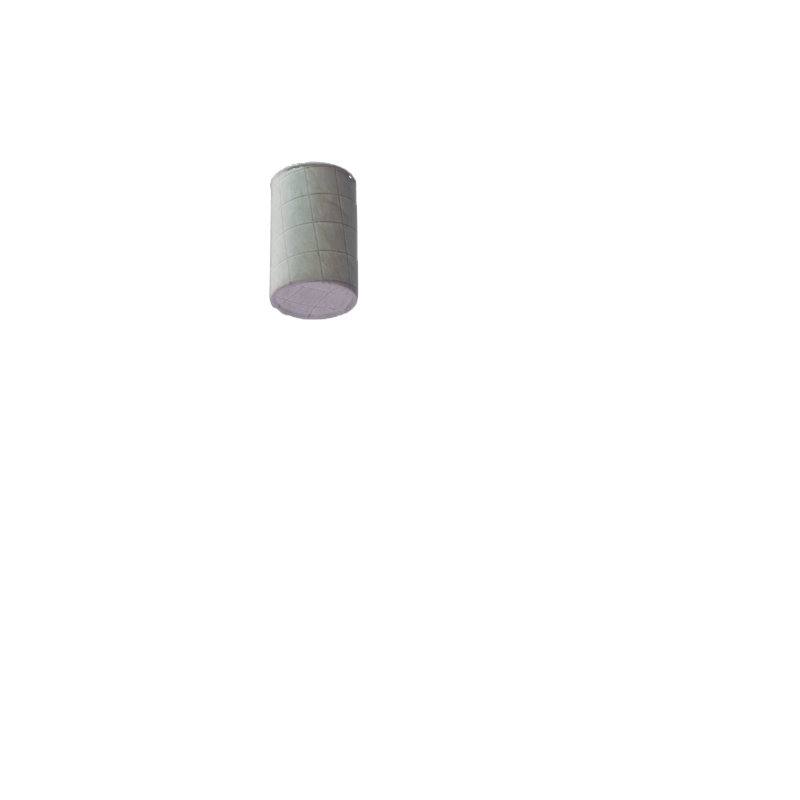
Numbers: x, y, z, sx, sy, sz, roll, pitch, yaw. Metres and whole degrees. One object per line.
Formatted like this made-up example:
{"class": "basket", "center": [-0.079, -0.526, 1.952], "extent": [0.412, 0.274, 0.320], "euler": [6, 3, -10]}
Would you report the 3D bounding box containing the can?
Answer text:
{"class": "can", "center": [-0.066, -0.121, 0.844], "extent": [0.068, 0.108, 0.065], "euler": [0, -25, -2]}
